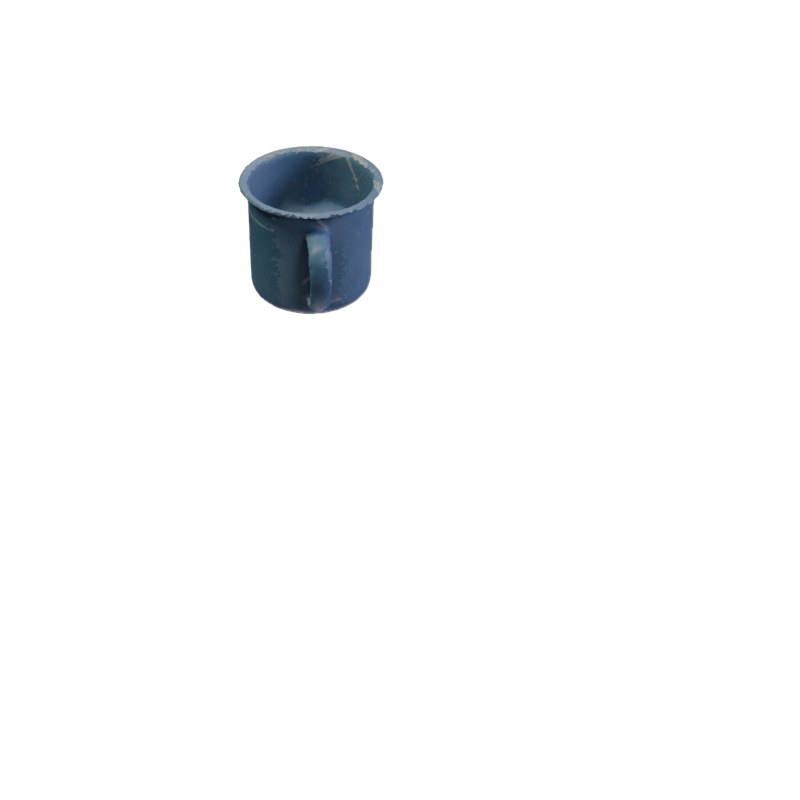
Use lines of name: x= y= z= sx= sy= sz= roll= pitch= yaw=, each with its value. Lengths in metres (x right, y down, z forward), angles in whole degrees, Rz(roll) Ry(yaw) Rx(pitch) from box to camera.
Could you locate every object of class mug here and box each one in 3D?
mug: x=-0.057 y=-0.103 z=0.724 sx=0.092 sy=0.076 sz=0.126 roll=-5 pitch=38 yaw=-9
